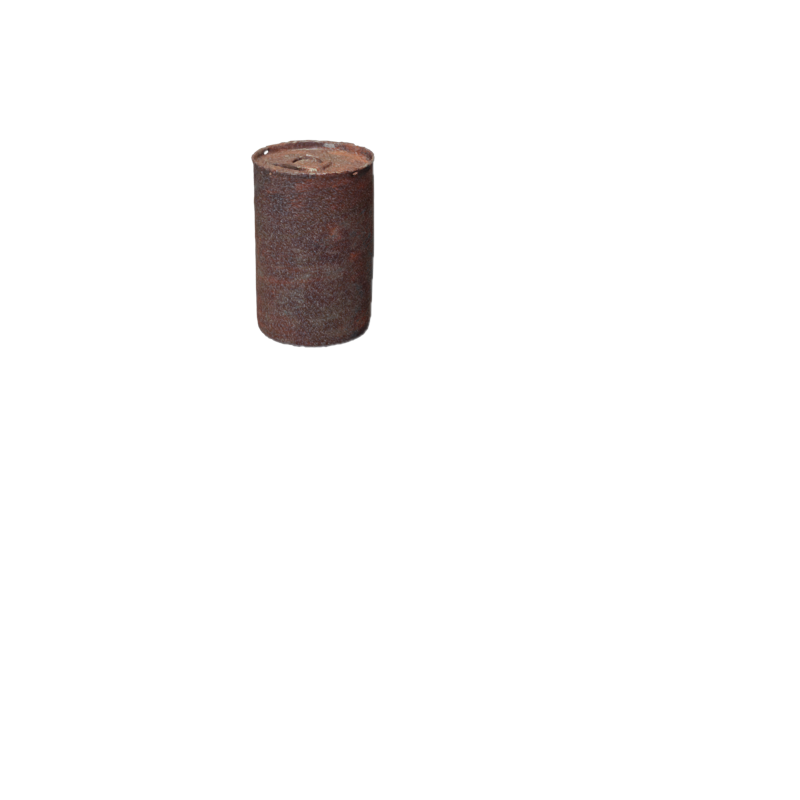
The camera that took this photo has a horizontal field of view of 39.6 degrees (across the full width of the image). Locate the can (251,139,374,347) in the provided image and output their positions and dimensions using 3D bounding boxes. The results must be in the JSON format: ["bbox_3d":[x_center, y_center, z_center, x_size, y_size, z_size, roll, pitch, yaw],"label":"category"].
[{"bbox_3d":[-0.049,-0.089,0.627,0.068,0.097,0.072,0,23,-2],"label":"can"}]
